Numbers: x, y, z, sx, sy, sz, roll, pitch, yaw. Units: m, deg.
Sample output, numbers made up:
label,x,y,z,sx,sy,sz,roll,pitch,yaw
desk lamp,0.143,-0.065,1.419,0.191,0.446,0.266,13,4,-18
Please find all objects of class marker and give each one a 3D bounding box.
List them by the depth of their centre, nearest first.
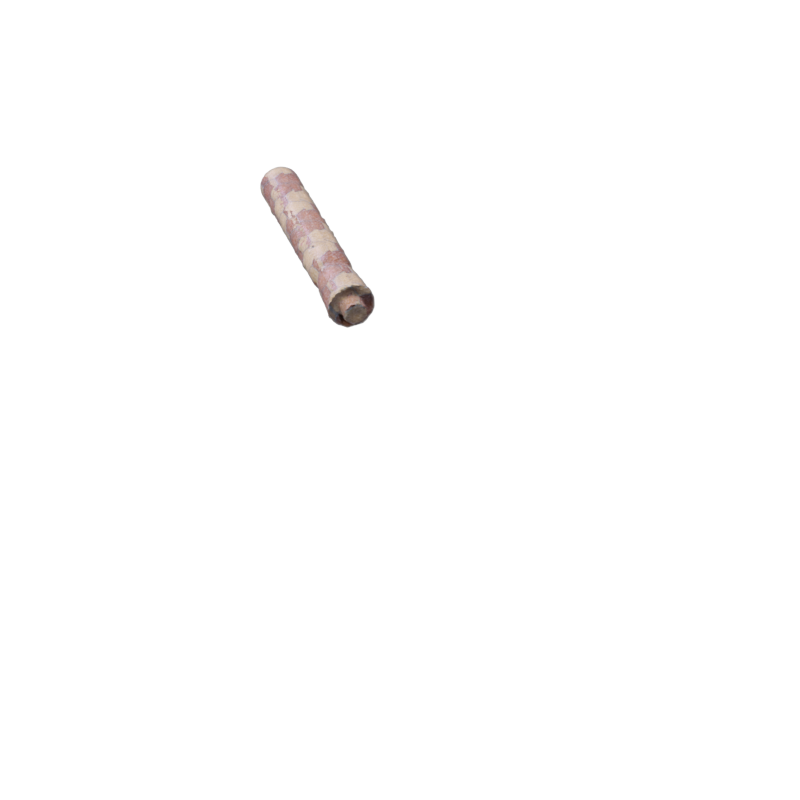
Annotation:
label,x,y,z,sx,sy,sz,roll,pitch,yaw
marker,-0.037,-0.067,0.467,0.019,0.019,0.130,-2,32,-20
